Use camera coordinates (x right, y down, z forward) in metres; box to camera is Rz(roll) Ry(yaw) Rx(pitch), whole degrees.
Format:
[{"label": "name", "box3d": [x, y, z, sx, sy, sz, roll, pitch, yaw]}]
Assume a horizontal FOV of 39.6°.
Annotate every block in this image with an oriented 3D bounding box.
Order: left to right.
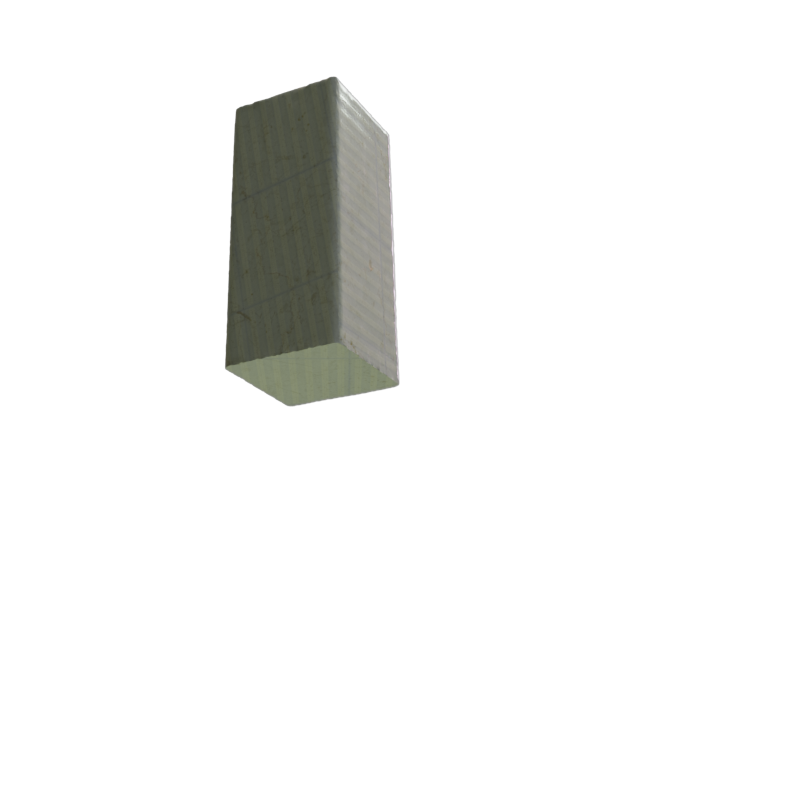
[{"label": "block", "box3d": [-0.062, -0.113, 0.791, 0.091, 0.218, 0.084, -14, -28, 24]}]
